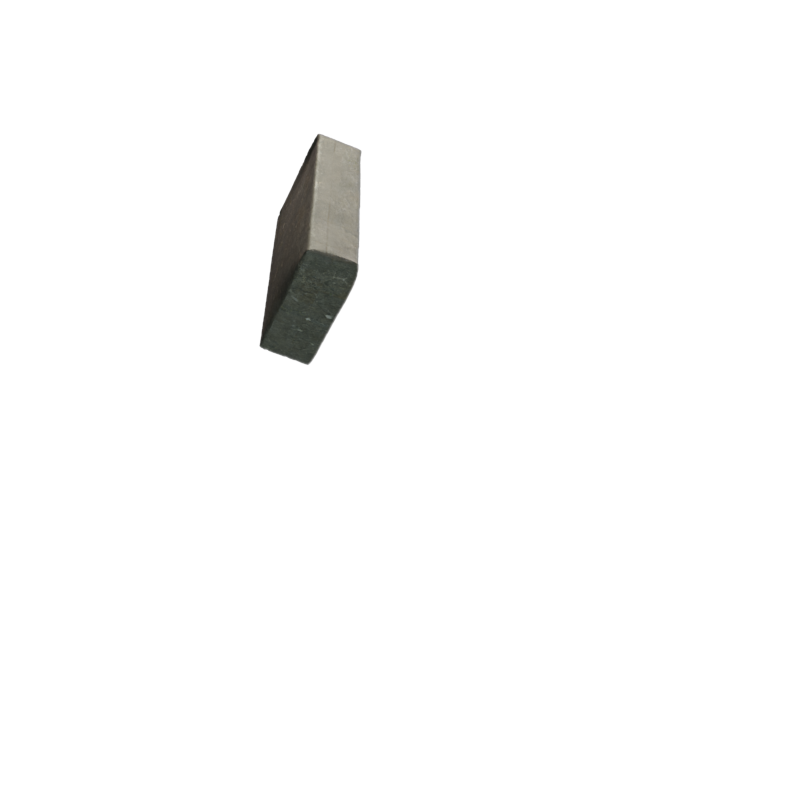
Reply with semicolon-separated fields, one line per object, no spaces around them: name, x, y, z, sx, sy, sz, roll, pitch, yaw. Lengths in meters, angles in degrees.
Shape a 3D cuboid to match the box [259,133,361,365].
box;-0.066;-0.119;0.835;0.047;0.090;0.189;19;34;-18
